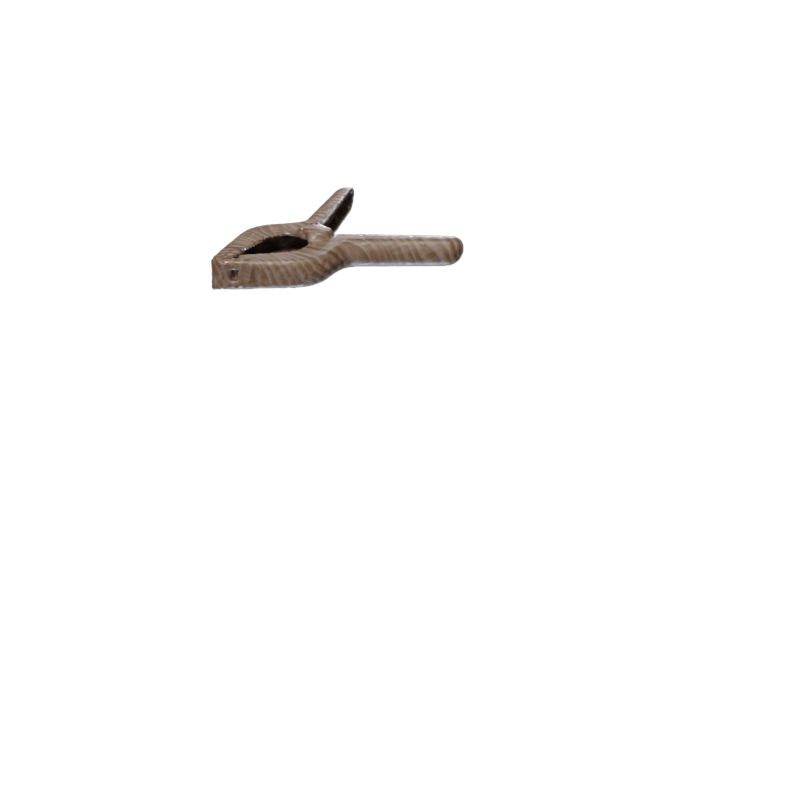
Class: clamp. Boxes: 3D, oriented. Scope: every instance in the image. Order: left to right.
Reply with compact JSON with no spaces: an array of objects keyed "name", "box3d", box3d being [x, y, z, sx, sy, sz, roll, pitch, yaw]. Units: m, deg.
[{"name":"clamp","box3d":[-0.075,-0.137,0.958,0.206,0.034,0.177,-16,33,-27]}]
